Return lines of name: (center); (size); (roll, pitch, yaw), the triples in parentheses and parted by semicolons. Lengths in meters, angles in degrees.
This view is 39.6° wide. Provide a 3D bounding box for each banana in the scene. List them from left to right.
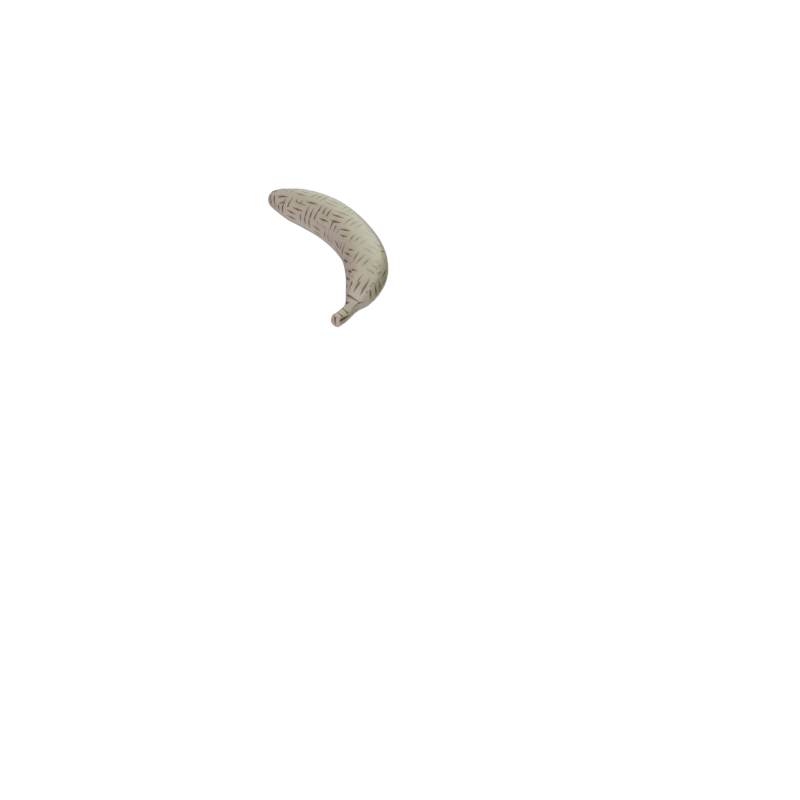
banana: (-0.056, -0.138, 0.959); (0.069, 0.034, 0.214); (-12, 40, -16)
